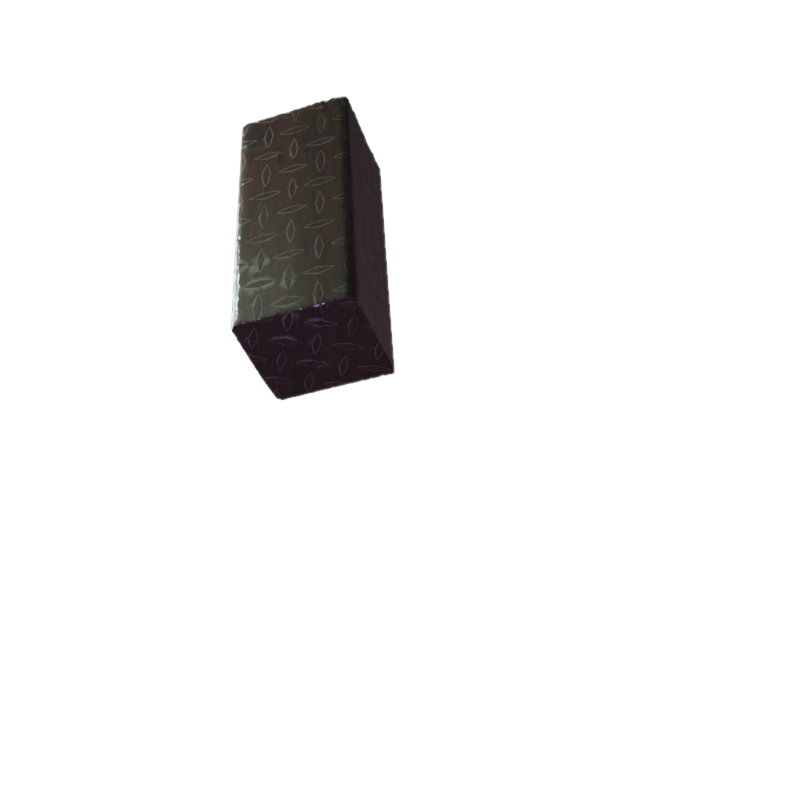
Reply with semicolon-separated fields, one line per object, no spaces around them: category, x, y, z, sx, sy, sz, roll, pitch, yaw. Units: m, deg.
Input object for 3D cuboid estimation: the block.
block;-0.065;-0.117;0.818;0.091;0.221;0.083;-15;-42;13
